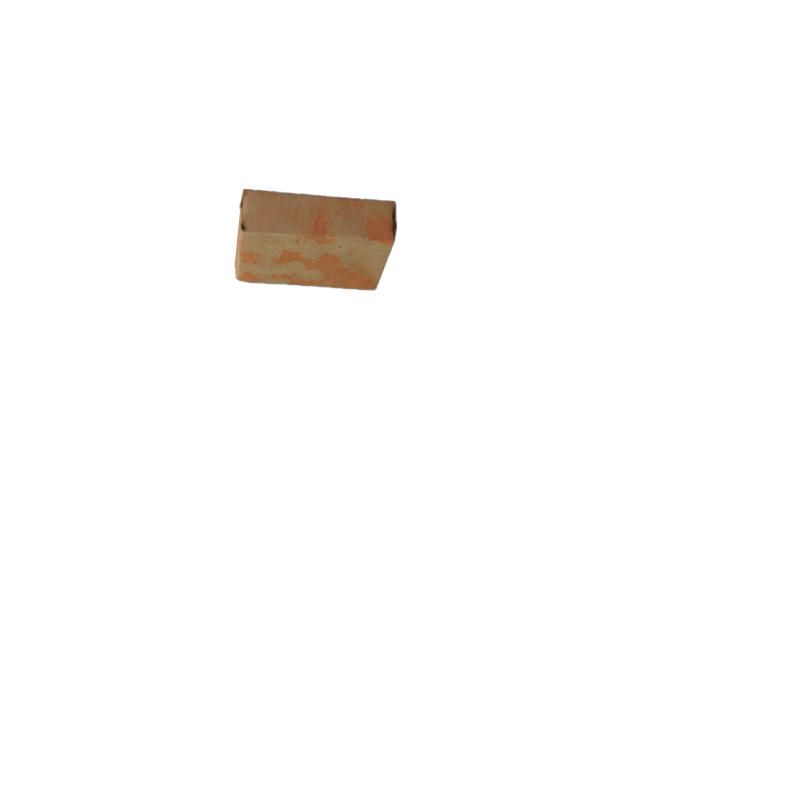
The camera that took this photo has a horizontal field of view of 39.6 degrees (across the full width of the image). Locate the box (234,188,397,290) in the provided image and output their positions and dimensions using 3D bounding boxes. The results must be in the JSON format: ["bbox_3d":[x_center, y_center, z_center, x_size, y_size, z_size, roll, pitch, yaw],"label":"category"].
[{"bbox_3d":[-0.064,-0.117,0.819,0.112,0.041,0.086,2,-21,-7],"label":"box"}]
